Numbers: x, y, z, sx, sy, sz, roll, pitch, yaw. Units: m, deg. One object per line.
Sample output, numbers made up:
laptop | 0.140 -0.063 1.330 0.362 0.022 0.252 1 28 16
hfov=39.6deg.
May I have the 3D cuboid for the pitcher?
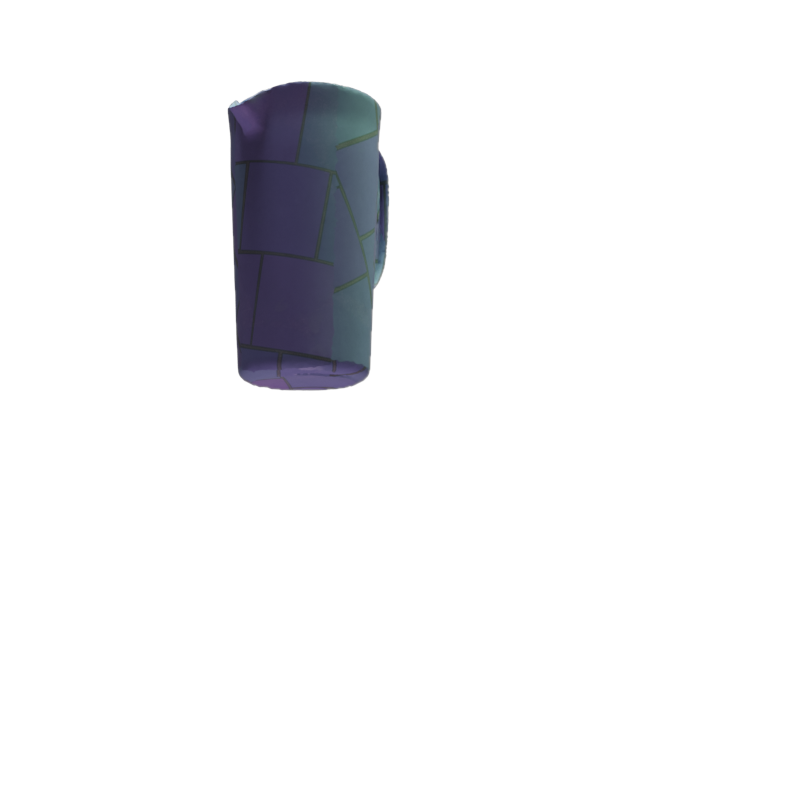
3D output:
pitcher | -0.073 -0.134 0.938 0.148 0.252 0.141 1 -13 -7
